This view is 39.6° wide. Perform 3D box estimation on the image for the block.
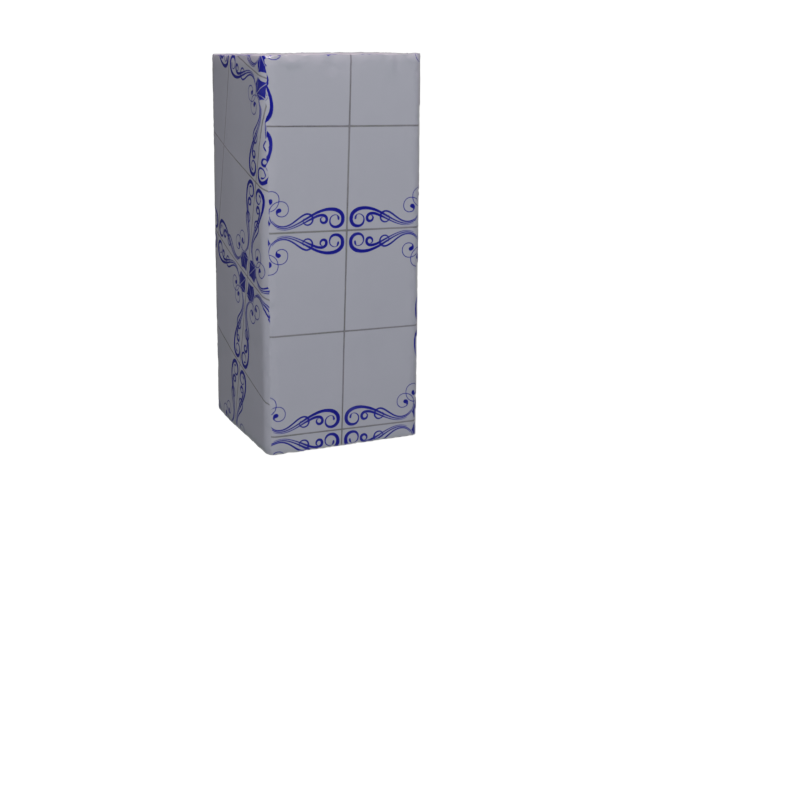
[{"bbox_3d":[-0.048,-0.087,0.612,0.088,0.201,0.095,-4,13,-24],"label":"block"}]
